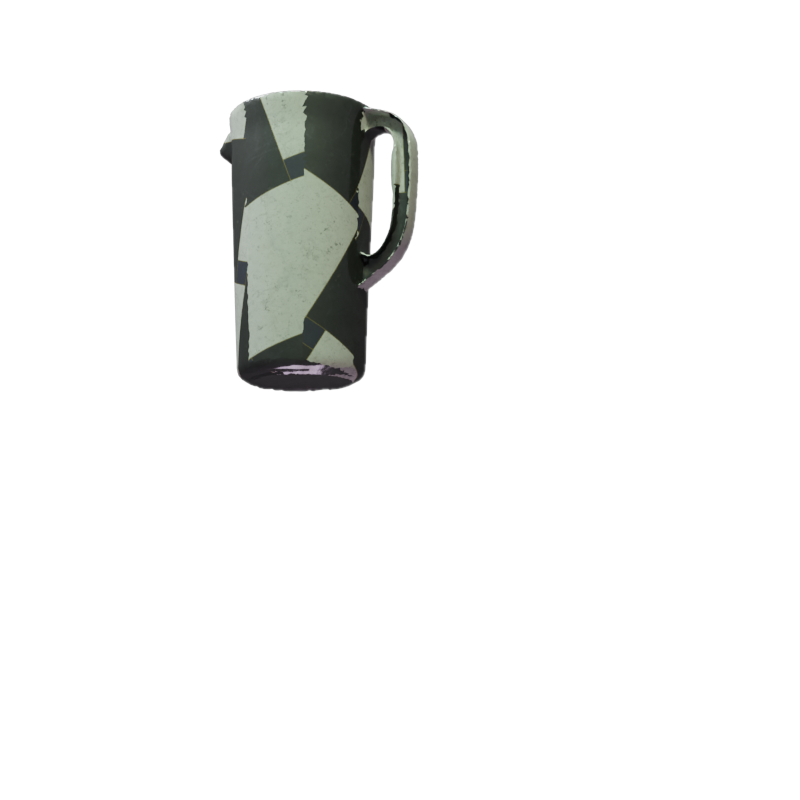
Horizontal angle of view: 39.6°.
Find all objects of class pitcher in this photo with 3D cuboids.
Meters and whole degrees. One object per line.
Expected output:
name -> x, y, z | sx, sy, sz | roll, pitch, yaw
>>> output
pitcher -> -0.075, -0.136, 0.952 | 0.141, 0.252, 0.148 | 5, -16, -22
